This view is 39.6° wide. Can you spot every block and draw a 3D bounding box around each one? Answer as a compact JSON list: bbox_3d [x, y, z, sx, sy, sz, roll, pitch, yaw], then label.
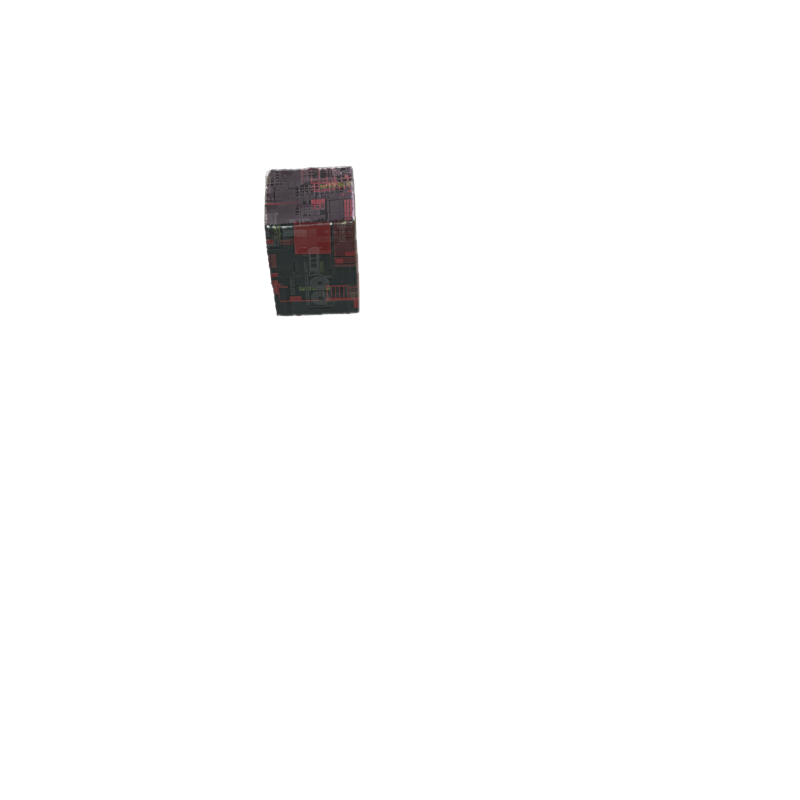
[{"bbox_3d":[-0.052,-0.094,0.660,0.053,0.055,0.072,-2,-42,0],"label":"block"}]
